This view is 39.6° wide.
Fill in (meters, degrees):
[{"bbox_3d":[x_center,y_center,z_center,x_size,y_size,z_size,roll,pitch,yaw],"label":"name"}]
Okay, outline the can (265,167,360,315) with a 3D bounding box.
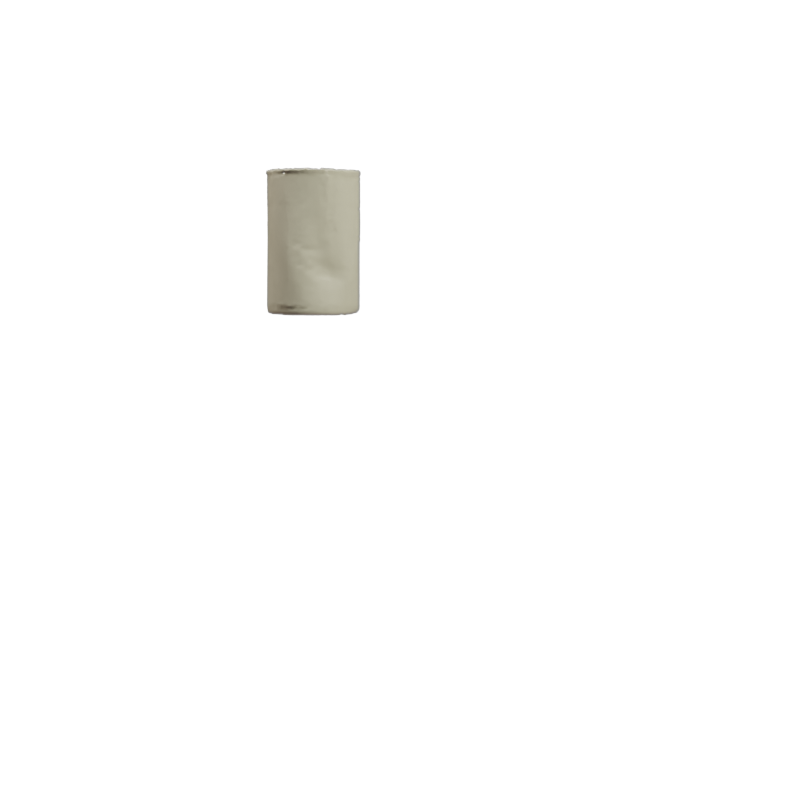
[{"bbox_3d":[-0.062,-0.113,0.795,0.068,0.102,0.069,0,3,-2],"label":"can"}]
